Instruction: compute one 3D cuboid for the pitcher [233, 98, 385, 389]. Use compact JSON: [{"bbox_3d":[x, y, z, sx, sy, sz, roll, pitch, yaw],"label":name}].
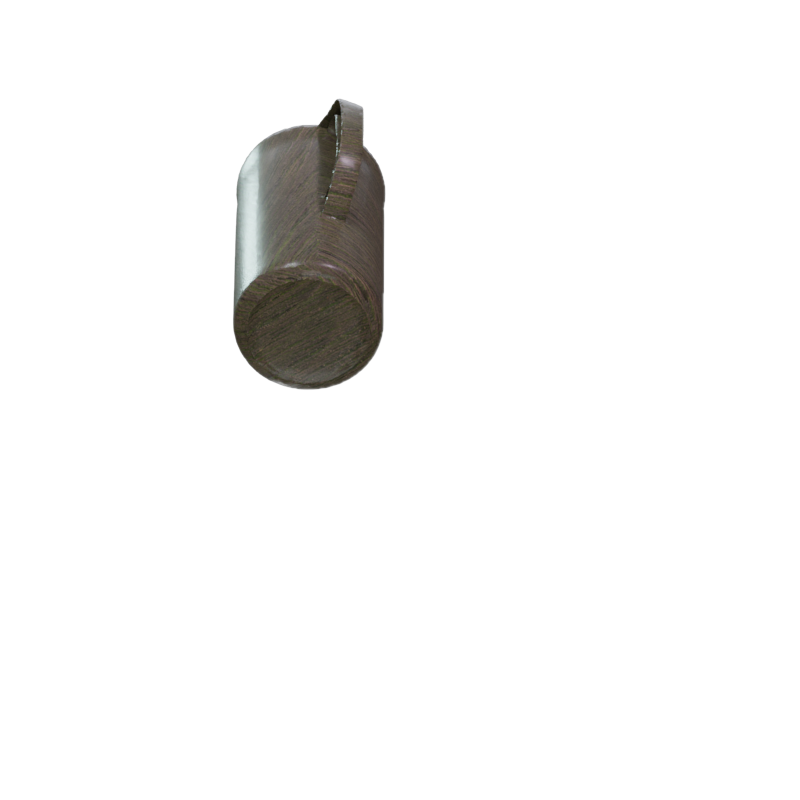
[{"bbox_3d":[-0.069,-0.126,0.884,0.145,0.140,0.259,-21,31,10],"label":"pitcher"}]
